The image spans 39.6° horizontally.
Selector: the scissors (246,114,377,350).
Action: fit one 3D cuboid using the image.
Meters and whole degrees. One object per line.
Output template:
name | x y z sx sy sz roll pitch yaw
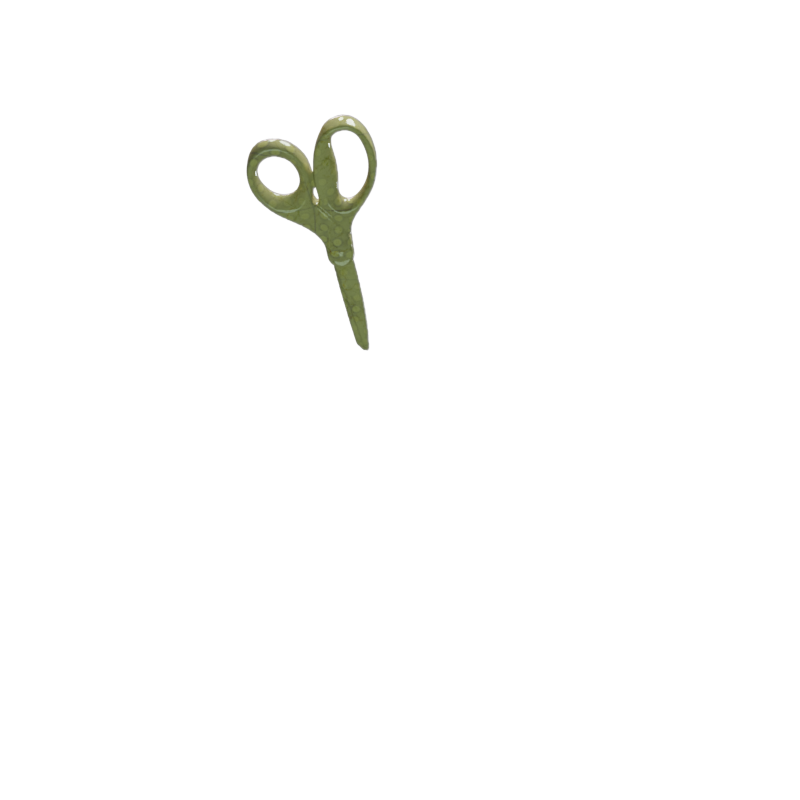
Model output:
scissors | -0.061 -0.111 0.777 0.096 0.189 0.017 4 40 -4
